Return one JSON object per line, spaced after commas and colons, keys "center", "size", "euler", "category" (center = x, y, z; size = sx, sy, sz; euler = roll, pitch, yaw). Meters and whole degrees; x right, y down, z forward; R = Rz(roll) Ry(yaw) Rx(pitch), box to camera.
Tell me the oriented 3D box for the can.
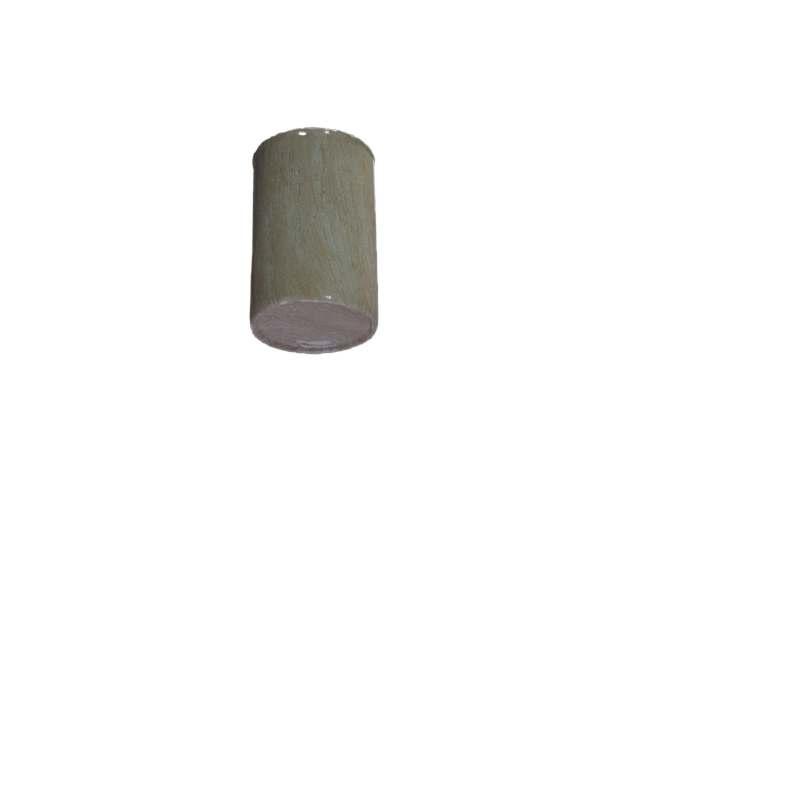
{"center": [-0.046, -0.084, 0.588], "size": [0.068, 0.108, 0.065], "euler": [0, -26, -2], "category": "can"}
